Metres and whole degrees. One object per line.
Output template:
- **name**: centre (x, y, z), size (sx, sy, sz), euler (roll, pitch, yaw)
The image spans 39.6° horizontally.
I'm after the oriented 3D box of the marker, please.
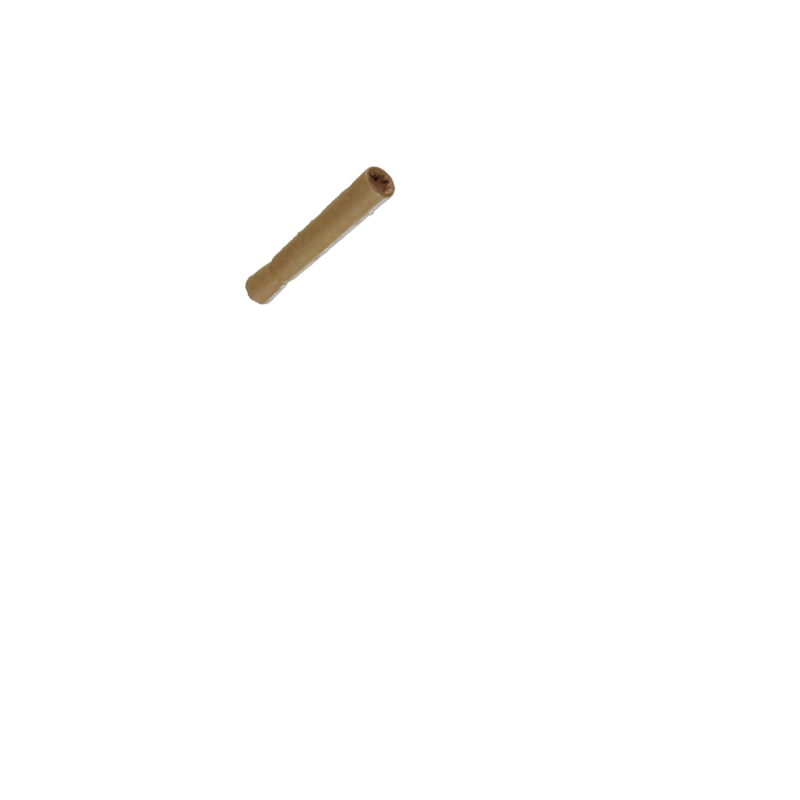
- **marker**: centre (-0.047, -0.085, 0.594), size (0.019, 0.021, 0.119), euler (-3, -23, -44)
